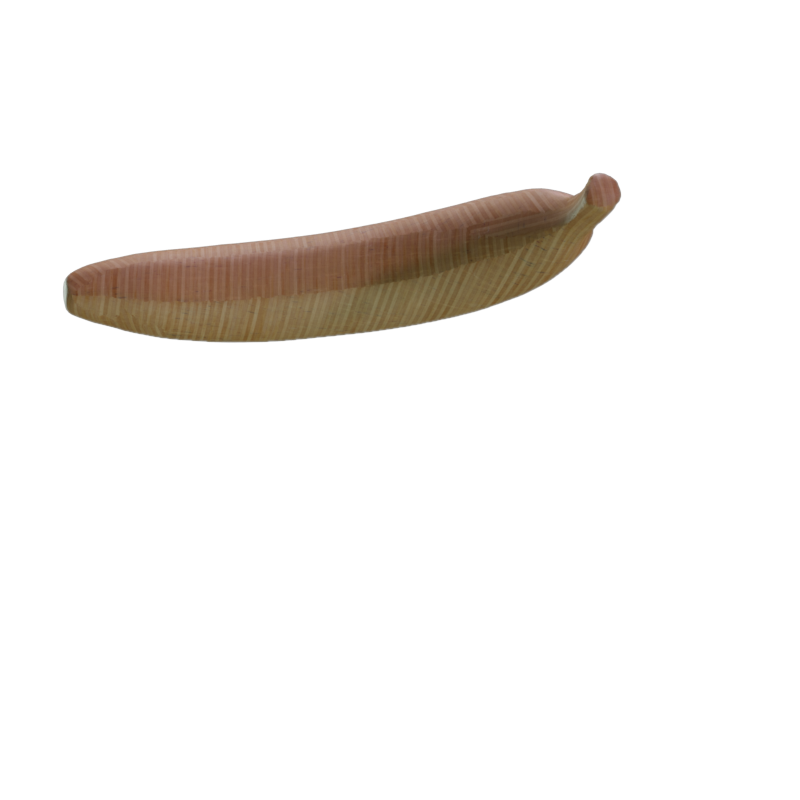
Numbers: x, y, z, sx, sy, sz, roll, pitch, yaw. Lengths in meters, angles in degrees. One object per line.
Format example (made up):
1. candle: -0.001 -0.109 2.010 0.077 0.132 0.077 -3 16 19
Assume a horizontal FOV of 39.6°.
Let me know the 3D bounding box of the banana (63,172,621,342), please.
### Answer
1. banana: -0.019 -0.048 0.387 0.201 0.039 0.065 -9 -25 21
